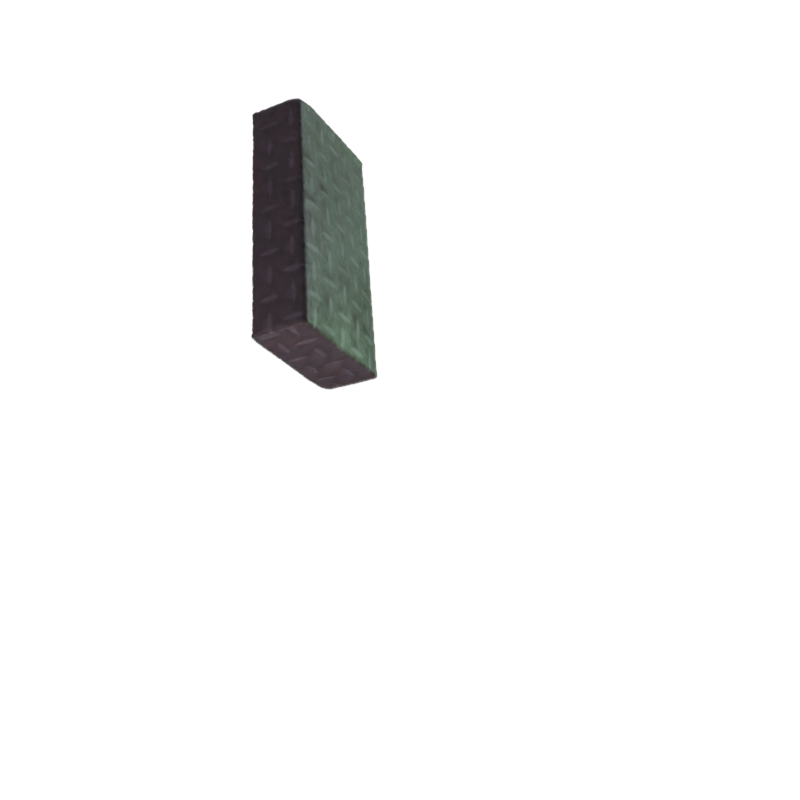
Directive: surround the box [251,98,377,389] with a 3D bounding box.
[{"bbox_3d":[-0.057,-0.105,0.732,0.049,0.188,0.086,-17,-32,24],"label":"box"}]
